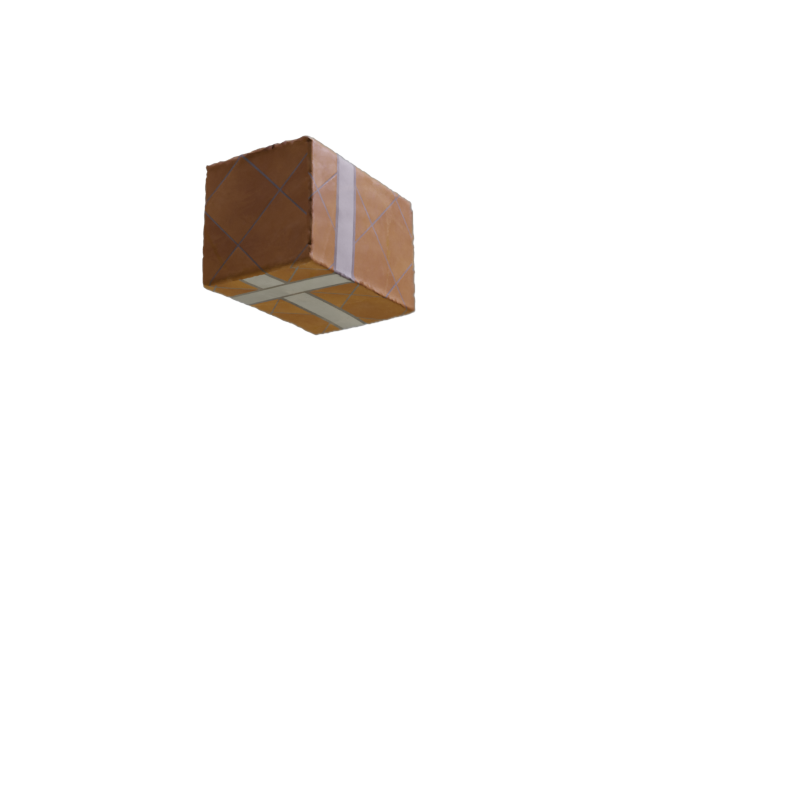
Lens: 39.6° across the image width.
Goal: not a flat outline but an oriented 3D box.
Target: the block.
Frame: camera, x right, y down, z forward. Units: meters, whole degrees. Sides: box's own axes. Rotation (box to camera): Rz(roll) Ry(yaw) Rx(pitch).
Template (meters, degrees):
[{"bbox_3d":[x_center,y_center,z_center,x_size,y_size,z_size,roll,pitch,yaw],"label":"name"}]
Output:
[{"bbox_3d":[-0.035,-0.063,0.444,0.054,0.054,0.073,-11,-20,30],"label":"block"}]
